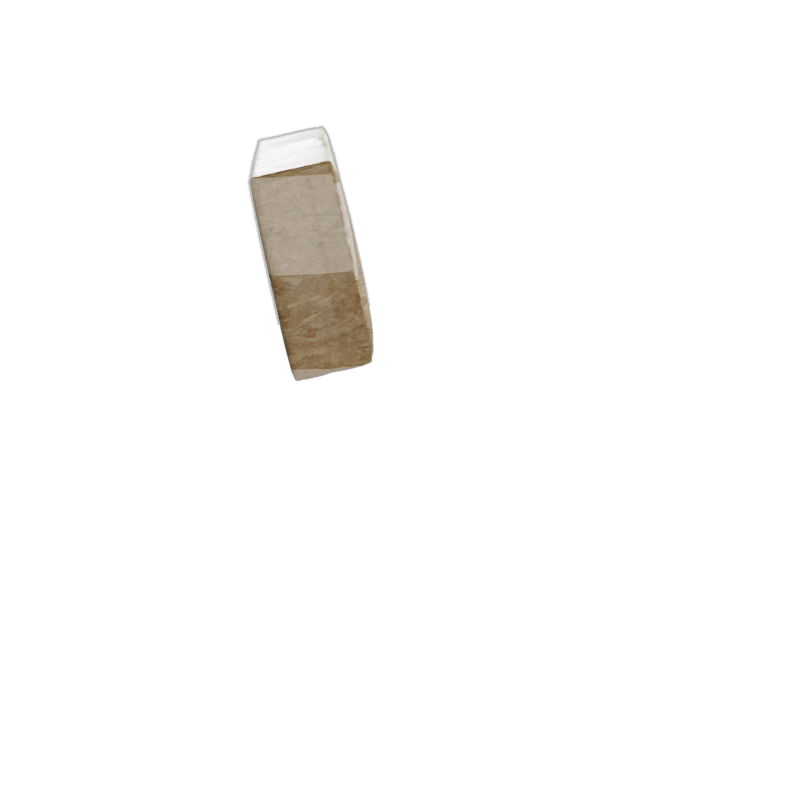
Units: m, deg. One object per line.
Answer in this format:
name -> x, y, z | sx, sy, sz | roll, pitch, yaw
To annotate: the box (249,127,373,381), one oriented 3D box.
box -> -0.073, -0.133, 0.929 | 0.072, 0.158, 0.222 | -12, 18, 0
